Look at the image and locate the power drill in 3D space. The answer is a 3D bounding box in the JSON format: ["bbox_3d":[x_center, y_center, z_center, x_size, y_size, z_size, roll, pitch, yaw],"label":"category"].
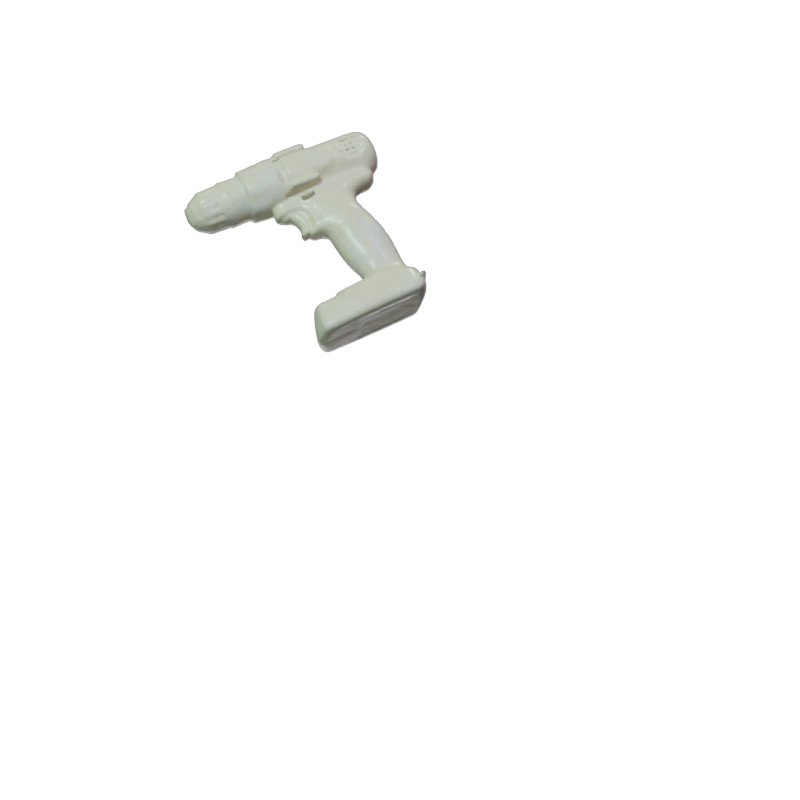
[{"bbox_3d":[-0.077,-0.140,0.978,0.184,0.199,0.054,-24,-24,-12],"label":"power drill"}]
